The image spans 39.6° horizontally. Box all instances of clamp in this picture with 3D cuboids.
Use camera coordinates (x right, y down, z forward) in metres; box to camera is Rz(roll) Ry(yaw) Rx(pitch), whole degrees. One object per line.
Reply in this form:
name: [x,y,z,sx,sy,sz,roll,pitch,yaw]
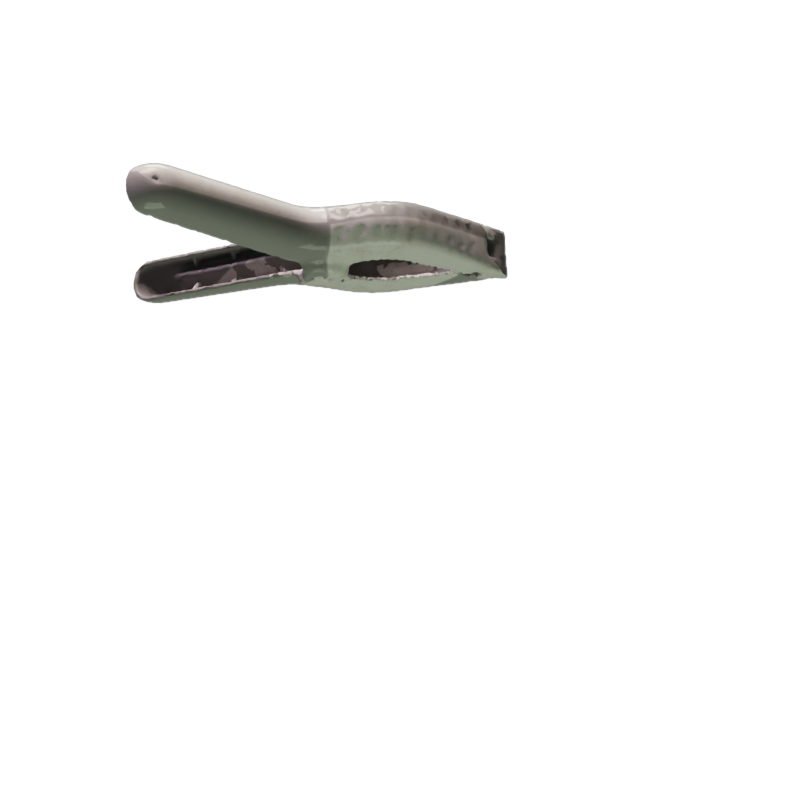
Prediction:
clamp: [-0.046,-0.083,0.583,0.210,0.038,0.159,0,-11,-2]
